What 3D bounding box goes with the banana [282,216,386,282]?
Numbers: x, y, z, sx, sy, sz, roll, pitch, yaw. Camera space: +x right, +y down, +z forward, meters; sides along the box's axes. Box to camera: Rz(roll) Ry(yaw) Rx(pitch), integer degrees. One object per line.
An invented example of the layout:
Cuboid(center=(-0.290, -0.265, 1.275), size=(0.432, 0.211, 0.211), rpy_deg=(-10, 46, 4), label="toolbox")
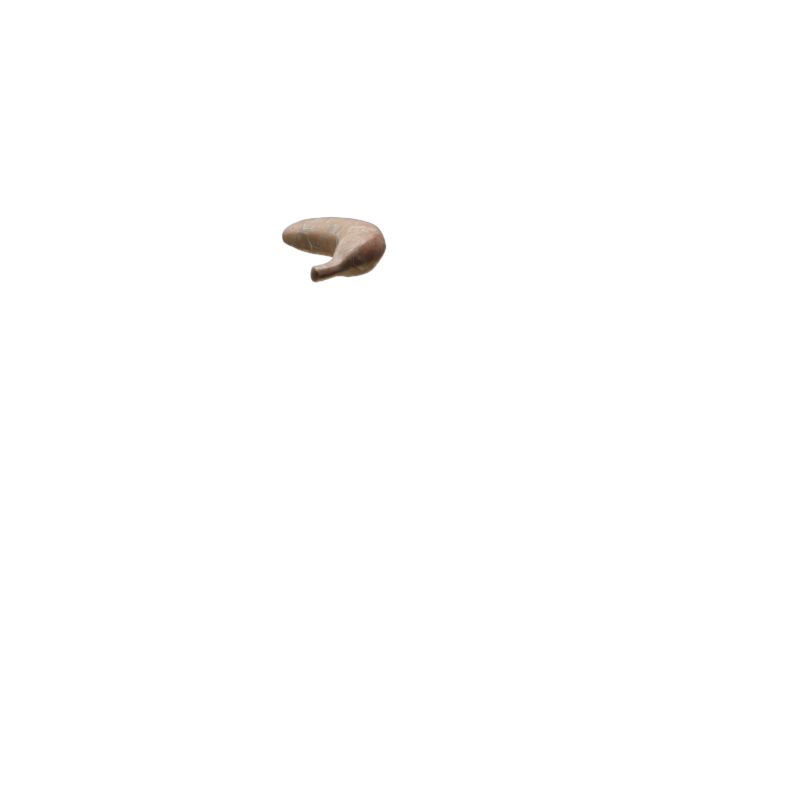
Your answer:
Cuboid(center=(-0.052, -0.128, 0.899), size=(0.069, 0.036, 0.205), rpy_deg=(-2, 15, -11), label="banana")
